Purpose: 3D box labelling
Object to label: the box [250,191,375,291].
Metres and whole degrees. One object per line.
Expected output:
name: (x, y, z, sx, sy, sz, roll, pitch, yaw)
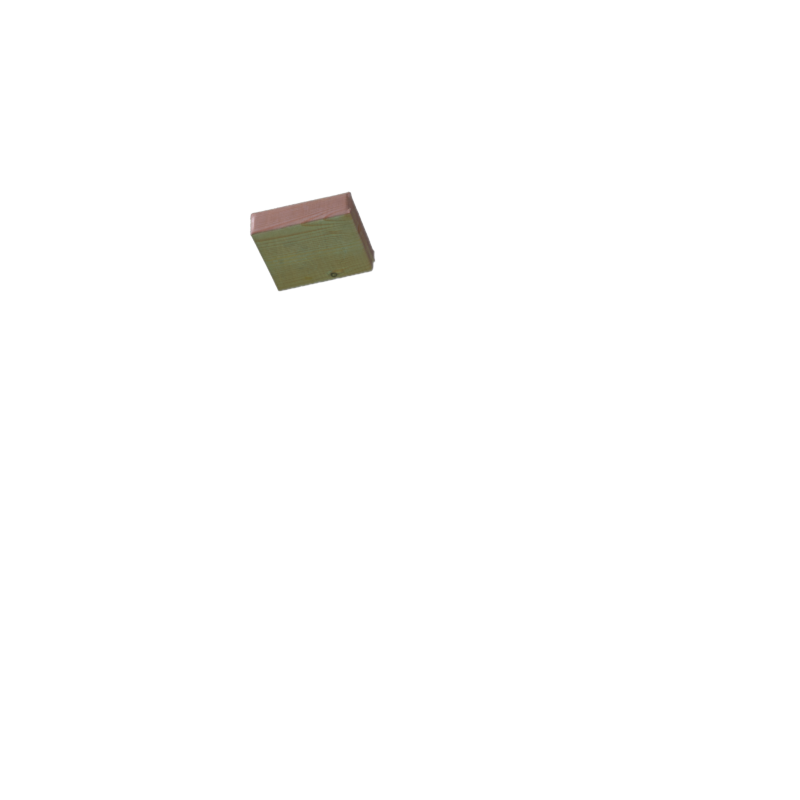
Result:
box: (-0.073, -0.133, 0.935, 0.090, 0.032, 0.067, -11, -42, 12)
